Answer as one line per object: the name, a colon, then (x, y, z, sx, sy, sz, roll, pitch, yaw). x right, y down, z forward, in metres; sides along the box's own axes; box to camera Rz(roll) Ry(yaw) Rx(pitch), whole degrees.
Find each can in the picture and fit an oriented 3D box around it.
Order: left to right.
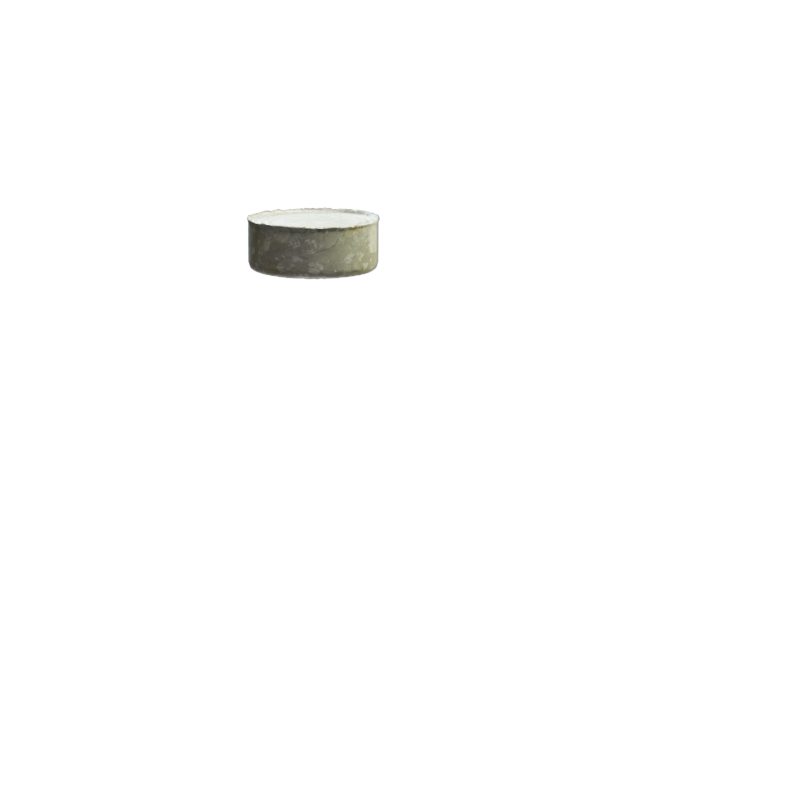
can: (-0.056, -0.102, 0.718, 0.086, 0.033, 0.089, 0, 16, -2)
